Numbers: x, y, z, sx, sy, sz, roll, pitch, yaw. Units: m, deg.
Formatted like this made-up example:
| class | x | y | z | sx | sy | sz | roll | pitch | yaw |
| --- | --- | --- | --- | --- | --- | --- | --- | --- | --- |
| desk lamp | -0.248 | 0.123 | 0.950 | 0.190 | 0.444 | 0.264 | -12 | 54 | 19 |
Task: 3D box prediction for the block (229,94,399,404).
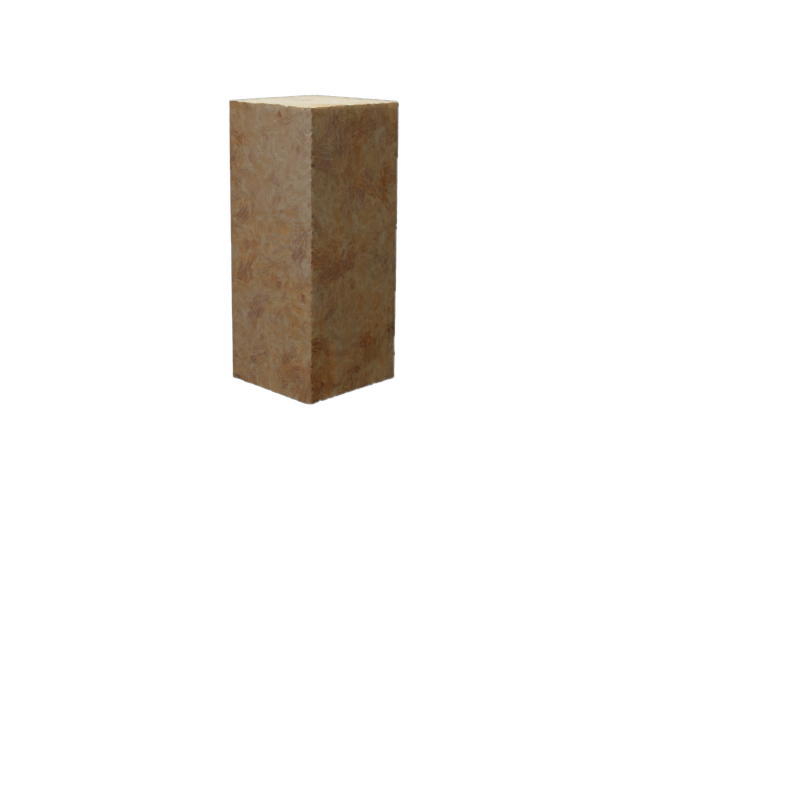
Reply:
| class | x | y | z | sx | sy | sz | roll | pitch | yaw |
| --- | --- | --- | --- | --- | --- | --- | --- | --- | --- |
| block | -0.064 | -0.116 | 0.809 | 0.095 | 0.200 | 0.089 | 13 | 18 | 42 |
